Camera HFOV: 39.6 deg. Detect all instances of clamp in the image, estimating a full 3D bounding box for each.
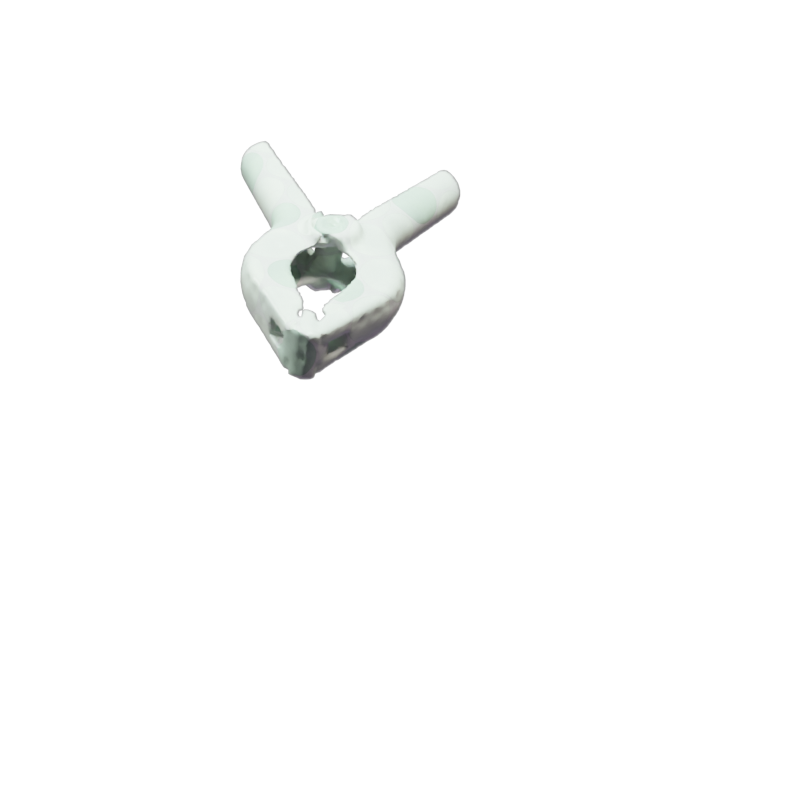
[{"bbox_3d":[-0.044,-0.080,0.558,0.123,0.037,0.179,9,38,12],"label":"clamp"}]
